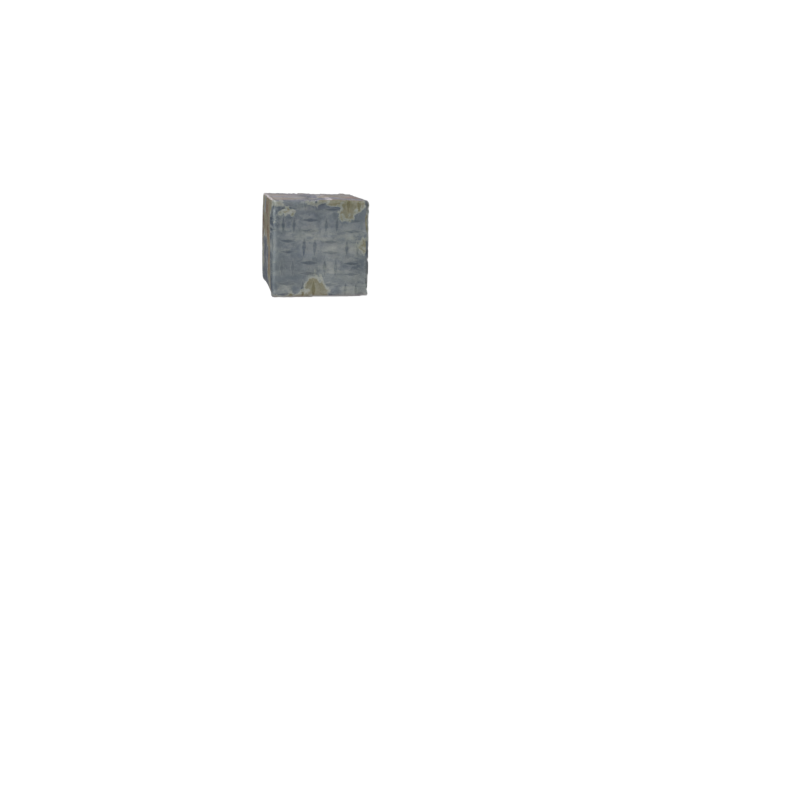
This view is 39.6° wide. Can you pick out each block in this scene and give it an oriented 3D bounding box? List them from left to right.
[{"bbox_3d":[-0.048,-0.087,0.611,0.052,0.050,0.080,-1,11,-9],"label":"block"}]
